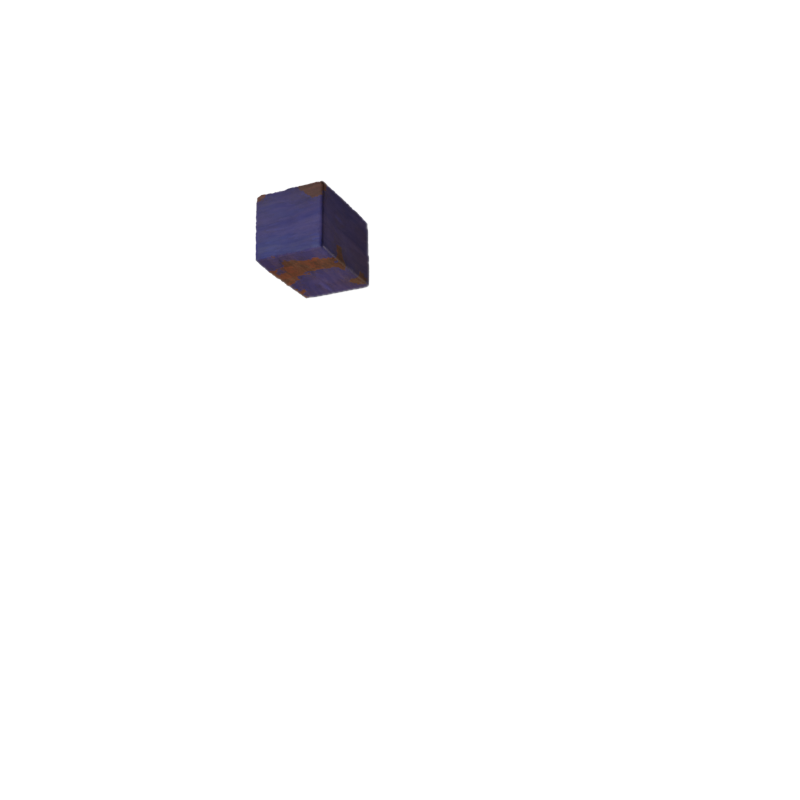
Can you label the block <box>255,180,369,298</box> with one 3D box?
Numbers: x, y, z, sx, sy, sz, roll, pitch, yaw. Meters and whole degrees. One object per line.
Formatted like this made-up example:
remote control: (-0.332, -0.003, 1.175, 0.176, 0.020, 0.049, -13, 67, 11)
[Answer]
block: (-0.061, -0.111, 0.776, 0.054, 0.054, 0.073, -10, -22, 22)
